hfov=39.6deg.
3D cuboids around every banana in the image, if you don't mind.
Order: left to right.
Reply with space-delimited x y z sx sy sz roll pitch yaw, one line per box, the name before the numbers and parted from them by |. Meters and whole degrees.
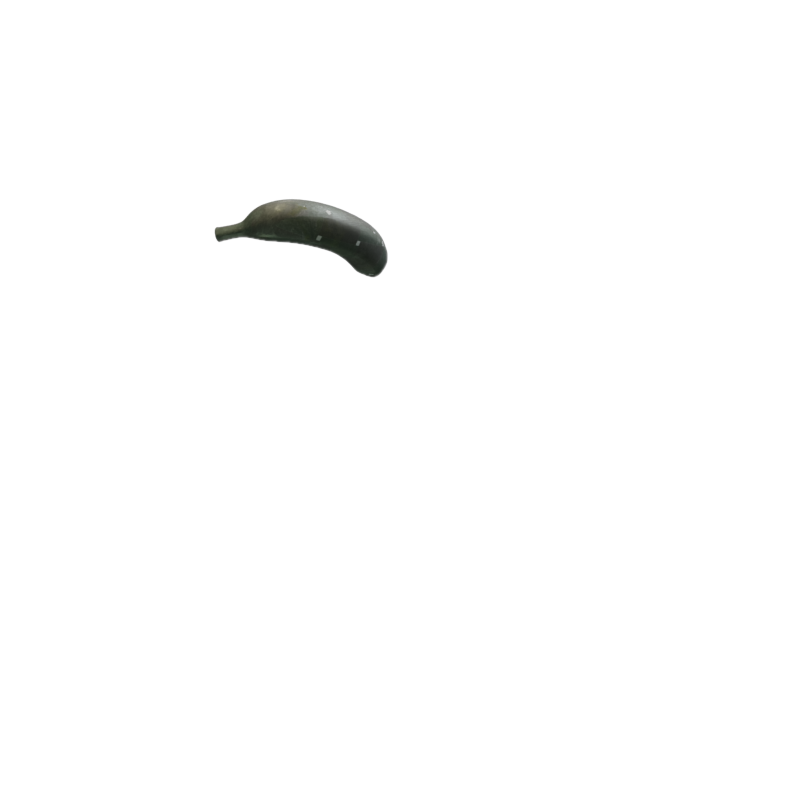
banana | -0.062 -0.138 0.933 0.071 0.038 0.187 -9 -12 41
